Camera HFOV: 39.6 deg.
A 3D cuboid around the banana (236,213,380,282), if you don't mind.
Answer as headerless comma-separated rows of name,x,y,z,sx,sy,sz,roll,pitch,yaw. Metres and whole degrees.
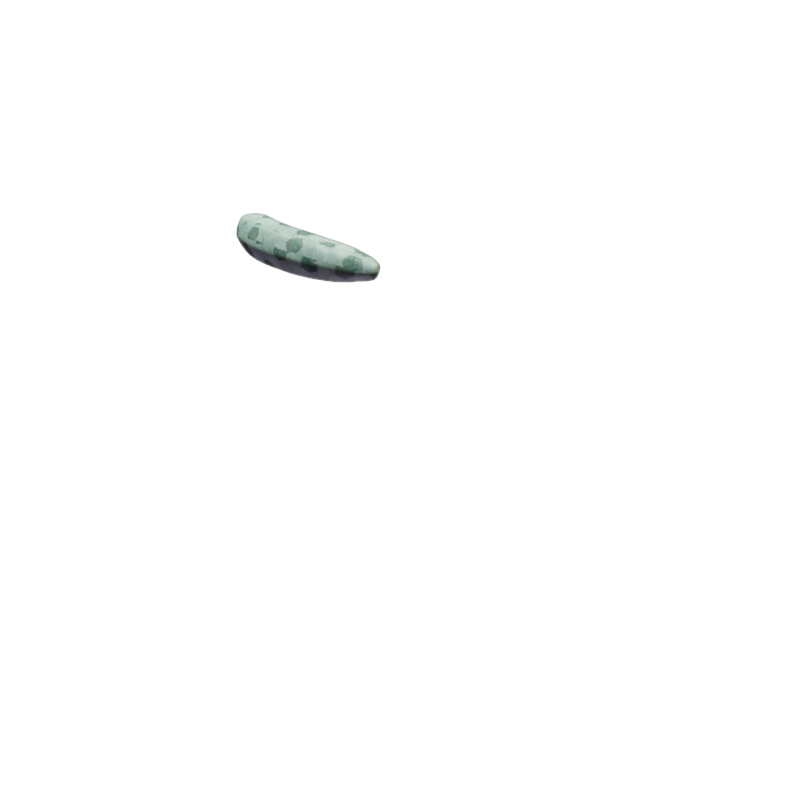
banana,-0.092,-0.133,0.941,0.068,0.035,0.210,-10,23,-27
